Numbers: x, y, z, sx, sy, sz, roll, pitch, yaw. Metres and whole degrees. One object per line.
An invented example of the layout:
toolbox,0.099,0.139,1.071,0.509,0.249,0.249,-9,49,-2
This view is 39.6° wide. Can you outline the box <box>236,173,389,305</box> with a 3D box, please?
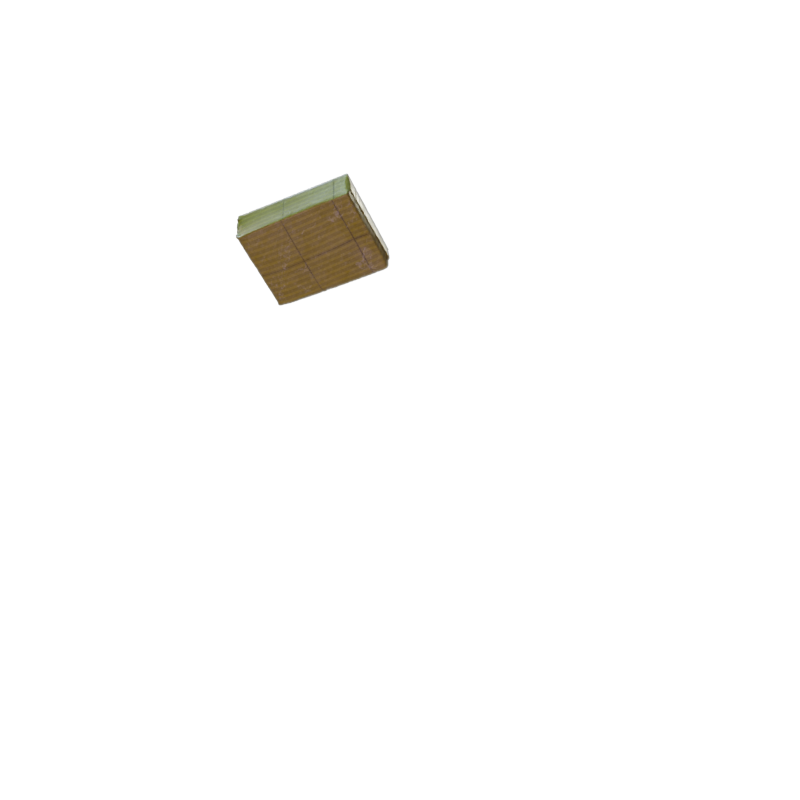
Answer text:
box,-0.078,-0.142,0.998,0.114,0.083,0.042,-20,34,14
